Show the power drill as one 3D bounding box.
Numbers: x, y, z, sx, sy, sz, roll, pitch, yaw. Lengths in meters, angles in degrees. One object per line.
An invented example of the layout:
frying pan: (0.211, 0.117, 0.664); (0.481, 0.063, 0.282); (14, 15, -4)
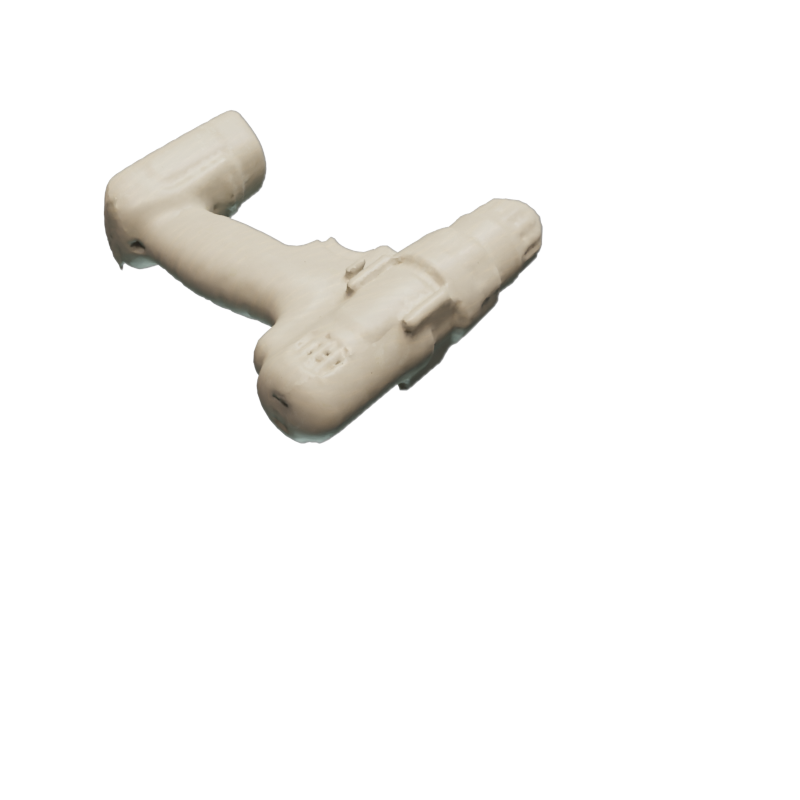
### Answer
power drill: (-0.044, -0.081, 0.567); (0.199, 0.053, 0.186); (32, 52, 29)
